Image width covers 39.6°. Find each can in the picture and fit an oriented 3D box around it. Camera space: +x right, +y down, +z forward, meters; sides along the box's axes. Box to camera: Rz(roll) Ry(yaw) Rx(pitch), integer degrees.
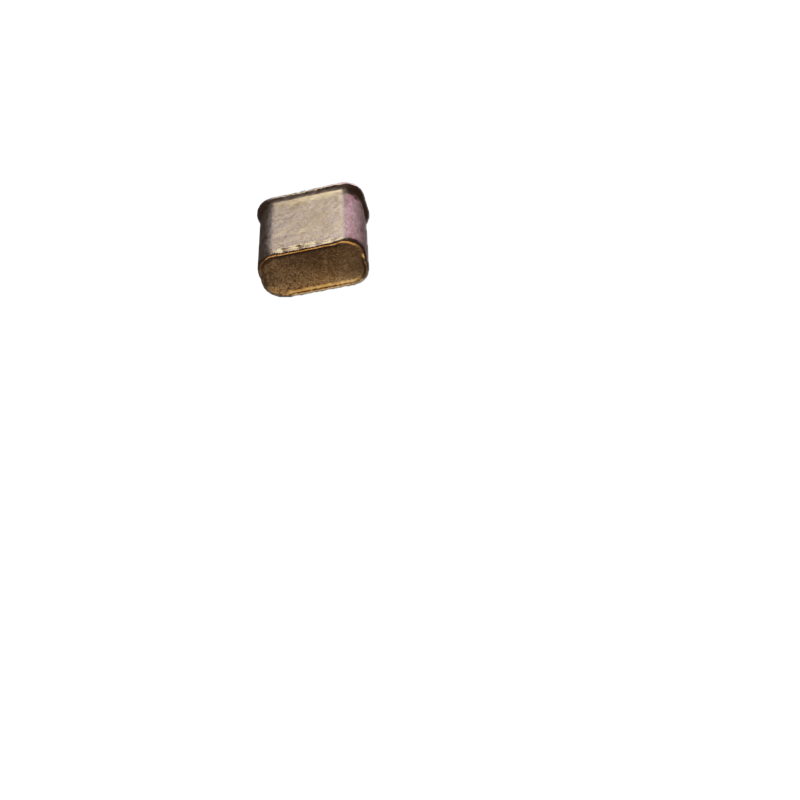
[{"bbox_3d":[-0.078,-0.142,0.998,0.103,0.053,0.090,-11,42,8],"label":"can"}]
